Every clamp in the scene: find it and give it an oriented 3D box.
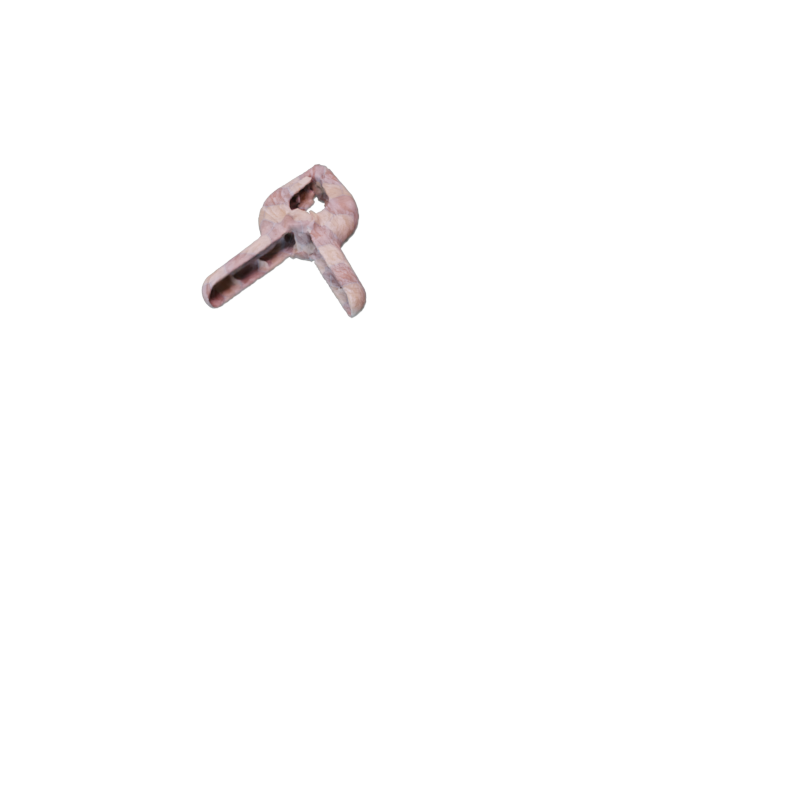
[{"bbox_3d":[-0.066,-0.121,0.849,0.123,0.036,0.180,13,47,12],"label":"clamp"}]
